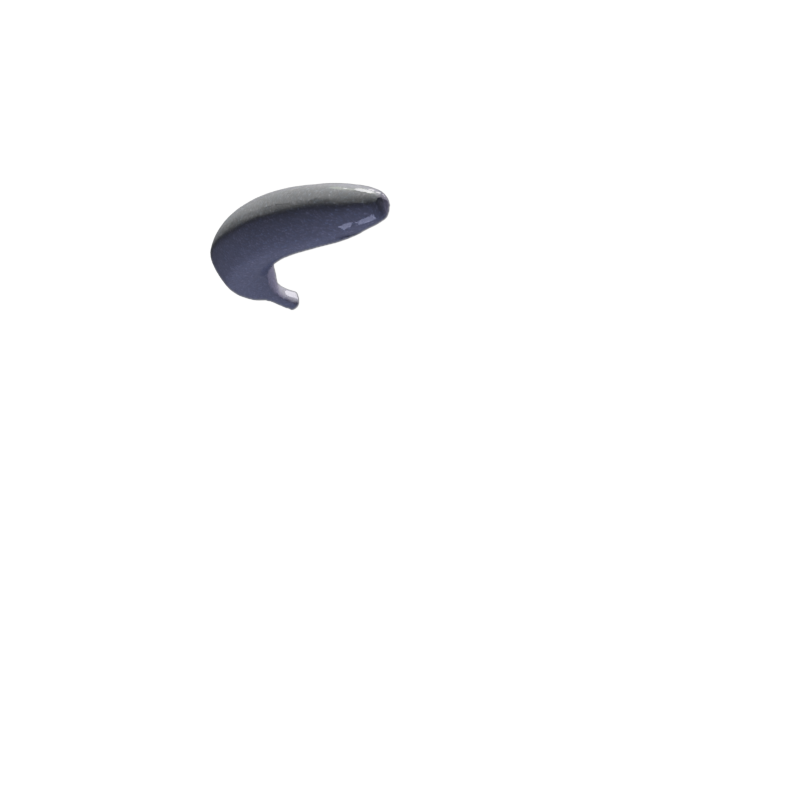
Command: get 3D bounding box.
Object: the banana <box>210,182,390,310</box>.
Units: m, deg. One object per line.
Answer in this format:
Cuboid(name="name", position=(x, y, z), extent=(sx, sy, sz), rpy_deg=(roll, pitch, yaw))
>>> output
Cuboid(name="banana", position=(-0.068, -0.089, 0.624), extent=(0.068, 0.038, 0.197), rpy_deg=(3, -9, -18))
